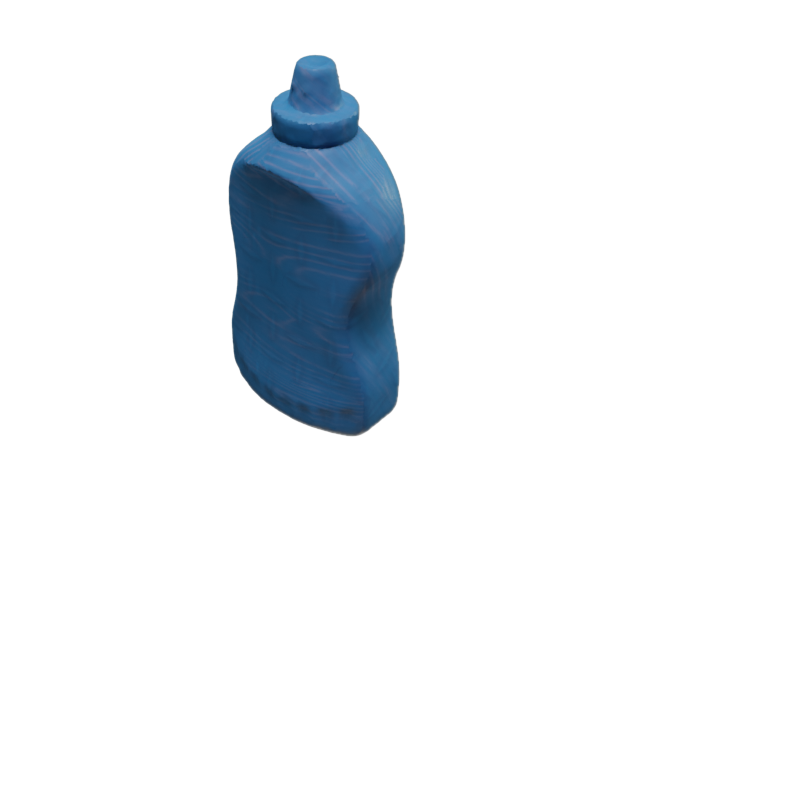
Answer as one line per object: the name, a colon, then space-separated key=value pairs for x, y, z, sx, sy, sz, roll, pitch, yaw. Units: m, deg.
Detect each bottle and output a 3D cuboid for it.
bottle: x=-0.043 y=-0.078 z=0.548 sx=0.102 sy=0.179 sz=0.058 roll=30 pitch=44 yaw=32
